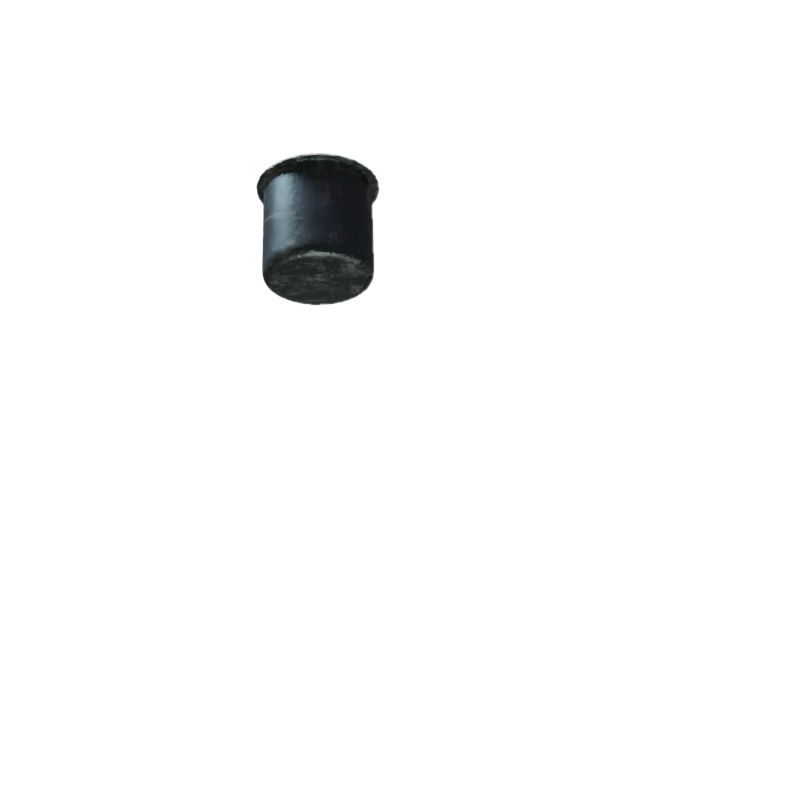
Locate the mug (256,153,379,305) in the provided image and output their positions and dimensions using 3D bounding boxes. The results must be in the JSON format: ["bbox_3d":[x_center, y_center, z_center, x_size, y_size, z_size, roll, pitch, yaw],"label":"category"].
[{"bbox_3d":[-0.065,-0.119,0.831,0.091,0.087,0.113,8,-28,-18],"label":"mug"}]
